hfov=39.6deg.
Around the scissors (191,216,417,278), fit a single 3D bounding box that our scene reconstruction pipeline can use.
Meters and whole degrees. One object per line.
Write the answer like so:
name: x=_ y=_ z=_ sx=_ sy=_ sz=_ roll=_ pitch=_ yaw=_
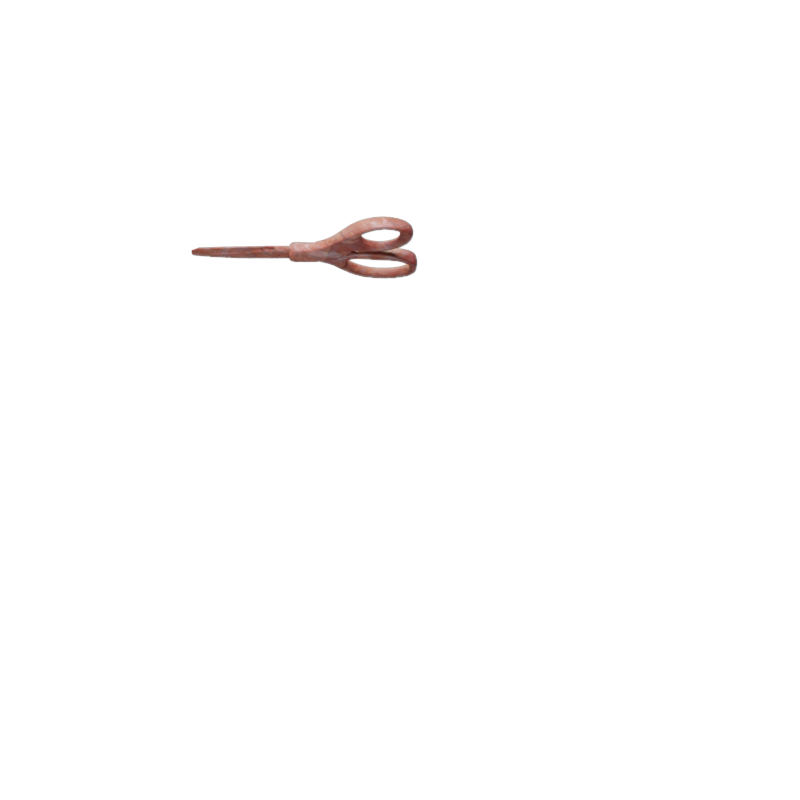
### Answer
scissors: x=-0.076 y=-0.139 z=0.977 sx=0.197 sy=0.017 sz=0.092 roll=7 pitch=-28 yaw=-14
